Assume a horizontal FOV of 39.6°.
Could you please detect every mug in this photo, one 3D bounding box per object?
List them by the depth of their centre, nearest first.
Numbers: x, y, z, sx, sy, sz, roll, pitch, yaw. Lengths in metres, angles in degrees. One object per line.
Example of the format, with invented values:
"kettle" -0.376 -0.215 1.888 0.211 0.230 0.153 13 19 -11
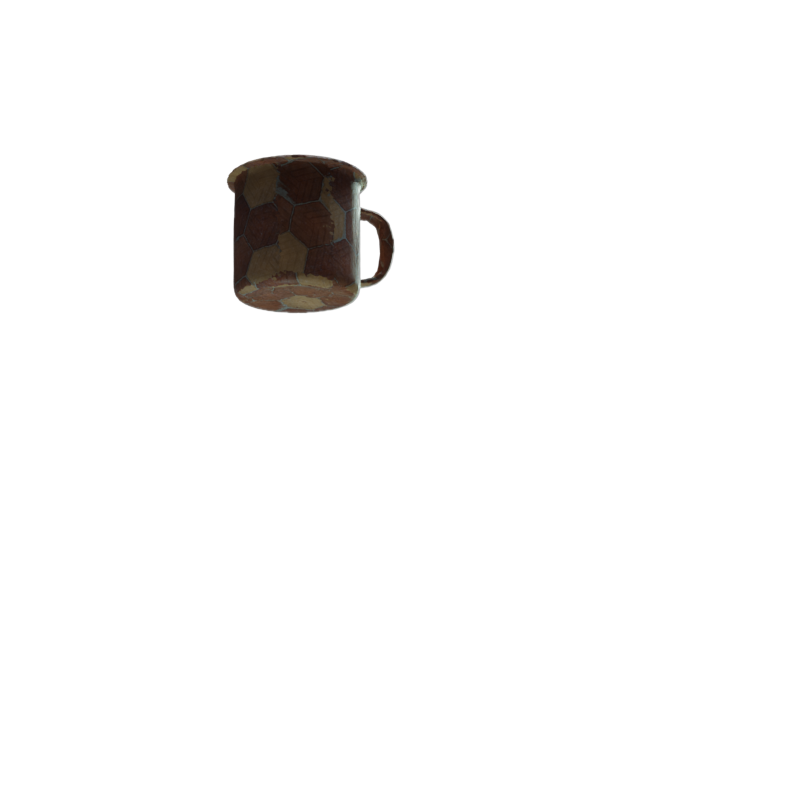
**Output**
"mug" -0.057 -0.103 0.725 0.112 0.085 0.094 7 -15 -29
